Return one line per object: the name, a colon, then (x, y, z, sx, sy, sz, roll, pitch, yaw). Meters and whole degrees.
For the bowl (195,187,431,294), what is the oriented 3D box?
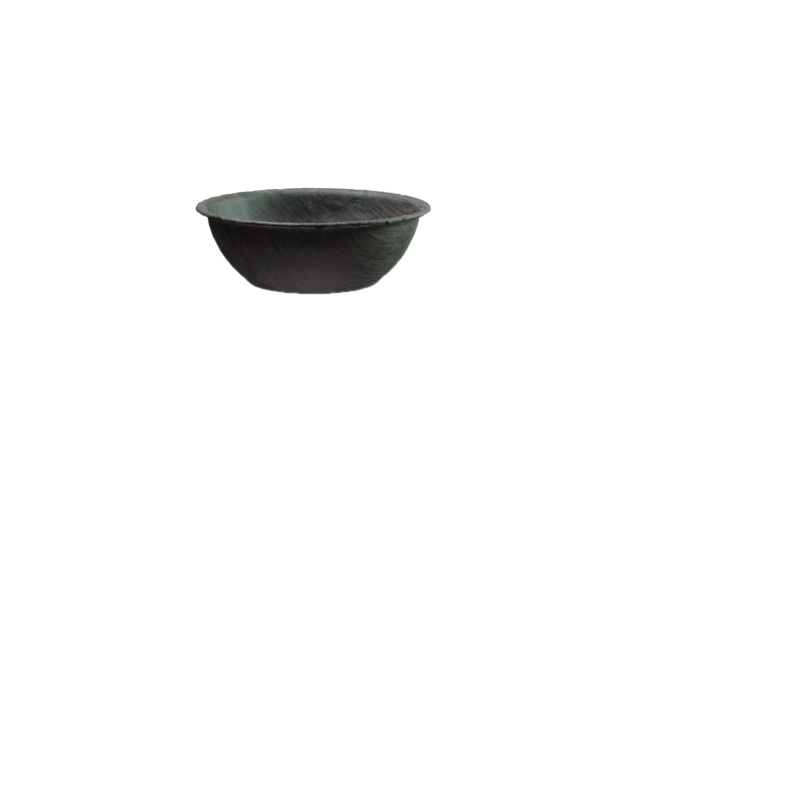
bowl: (-0.060, -0.110, 0.768, 0.162, 0.053, 0.168, -1, 17, -2)
